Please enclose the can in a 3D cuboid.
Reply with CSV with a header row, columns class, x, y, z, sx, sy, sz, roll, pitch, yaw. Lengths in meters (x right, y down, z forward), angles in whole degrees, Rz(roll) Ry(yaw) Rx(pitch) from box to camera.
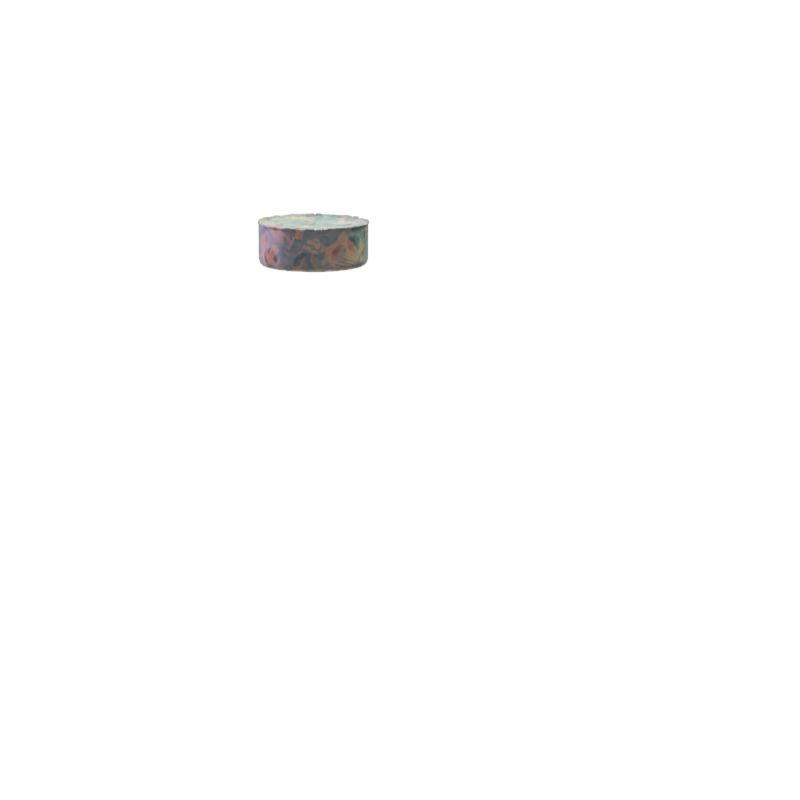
class,x,y,z,sx,sy,sz,roll,pitch,yaw
can,-0.067,-0.122,0.854,0.086,0.033,0.089,0,16,-2
